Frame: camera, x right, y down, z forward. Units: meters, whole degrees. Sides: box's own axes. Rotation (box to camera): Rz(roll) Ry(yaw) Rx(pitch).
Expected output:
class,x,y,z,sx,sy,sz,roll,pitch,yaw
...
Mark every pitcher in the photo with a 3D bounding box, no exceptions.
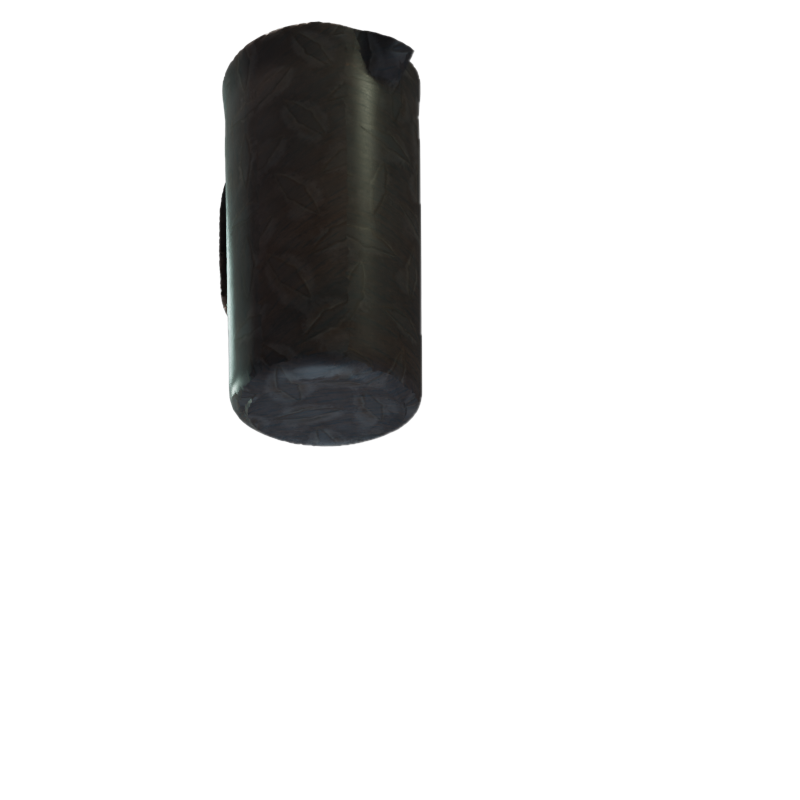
class,x,y,z,sx,sy,sz,roll,pitch,yaw
pitcher,-0.054,-0.098,0.687,0.145,0.259,0.139,-3,-31,2
